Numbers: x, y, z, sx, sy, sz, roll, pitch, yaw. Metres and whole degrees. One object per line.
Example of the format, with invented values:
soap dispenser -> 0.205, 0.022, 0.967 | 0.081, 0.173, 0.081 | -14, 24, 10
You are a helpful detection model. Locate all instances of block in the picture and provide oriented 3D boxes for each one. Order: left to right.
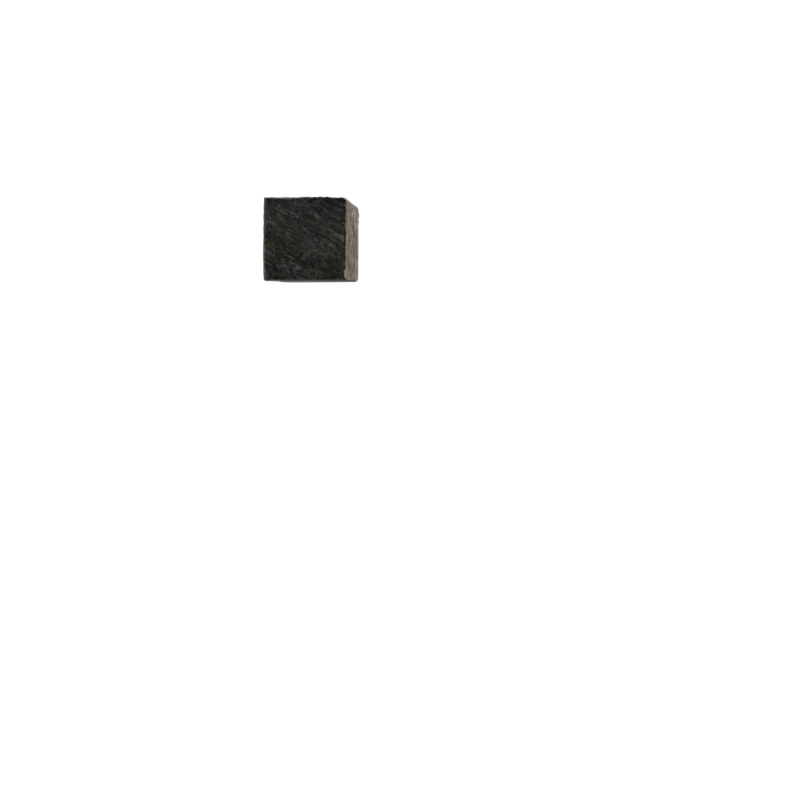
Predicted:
block -> -0.055, -0.101, 0.706 | 0.053, 0.051, 0.077 | 0, 3, 4
